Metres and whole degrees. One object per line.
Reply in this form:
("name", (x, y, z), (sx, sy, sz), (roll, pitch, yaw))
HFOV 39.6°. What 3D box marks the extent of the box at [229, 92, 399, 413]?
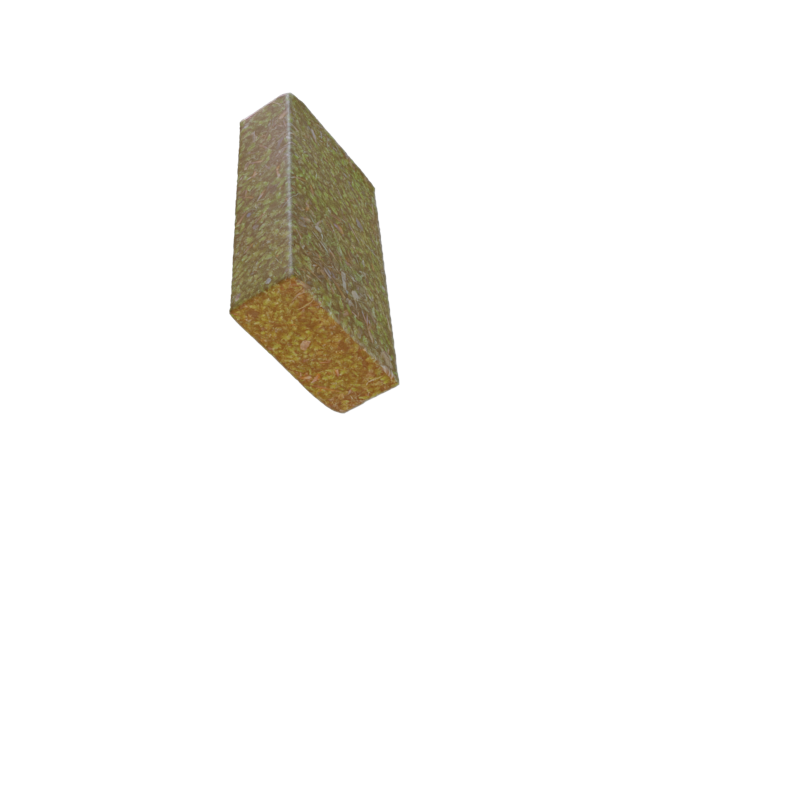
("box", (-0.047, -0.087, 0.607), (0.048, 0.189, 0.087), (-29, -51, 22))
